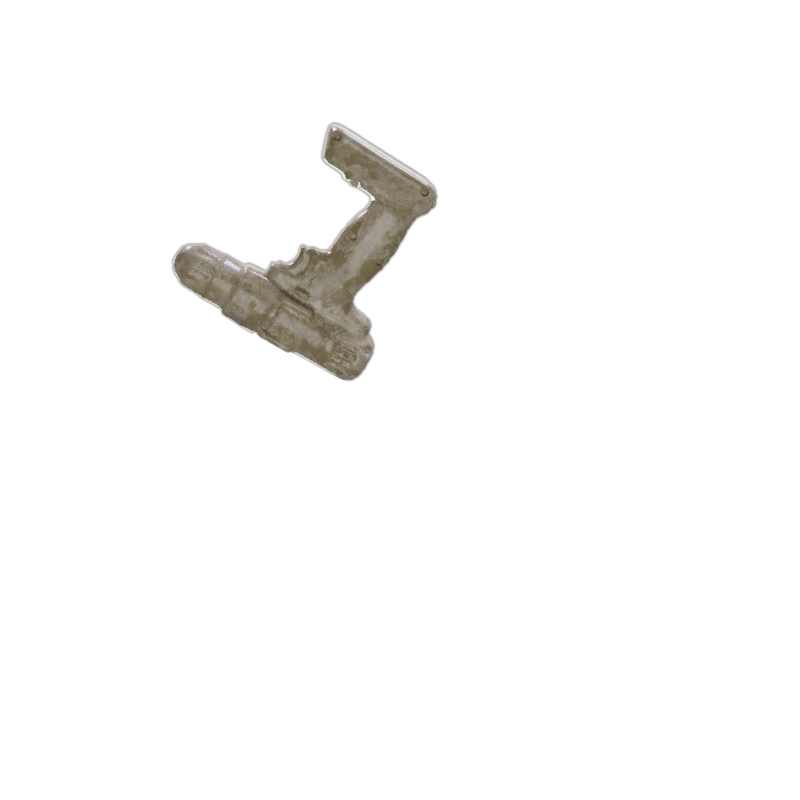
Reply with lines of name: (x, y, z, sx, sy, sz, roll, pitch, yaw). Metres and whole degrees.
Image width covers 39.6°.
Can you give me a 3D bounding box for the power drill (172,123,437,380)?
power drill: (-0.072, -0.131, 0.918, 0.181, 0.185, 0.059, 30, 11, -7)
